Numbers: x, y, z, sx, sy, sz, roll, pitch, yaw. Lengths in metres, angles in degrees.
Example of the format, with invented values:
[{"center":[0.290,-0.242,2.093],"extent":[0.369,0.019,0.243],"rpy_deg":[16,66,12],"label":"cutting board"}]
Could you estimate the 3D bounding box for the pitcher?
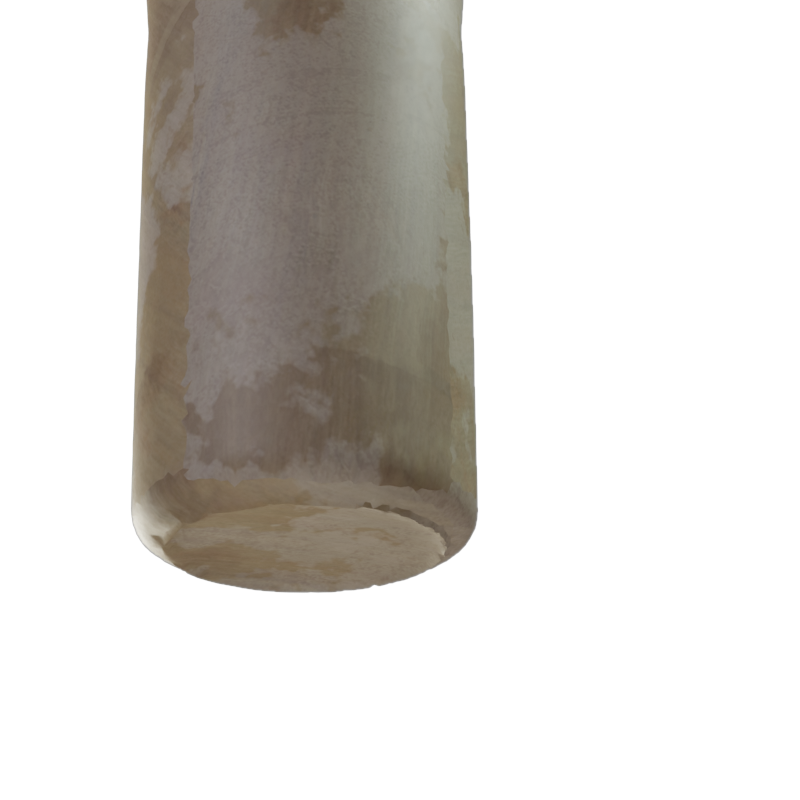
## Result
[{"center":[-0.033,-0.059,0.415],"extent":[0.142,0.259,0.143],"rpy_deg":[18,-35,-31],"label":"pitcher"}]
